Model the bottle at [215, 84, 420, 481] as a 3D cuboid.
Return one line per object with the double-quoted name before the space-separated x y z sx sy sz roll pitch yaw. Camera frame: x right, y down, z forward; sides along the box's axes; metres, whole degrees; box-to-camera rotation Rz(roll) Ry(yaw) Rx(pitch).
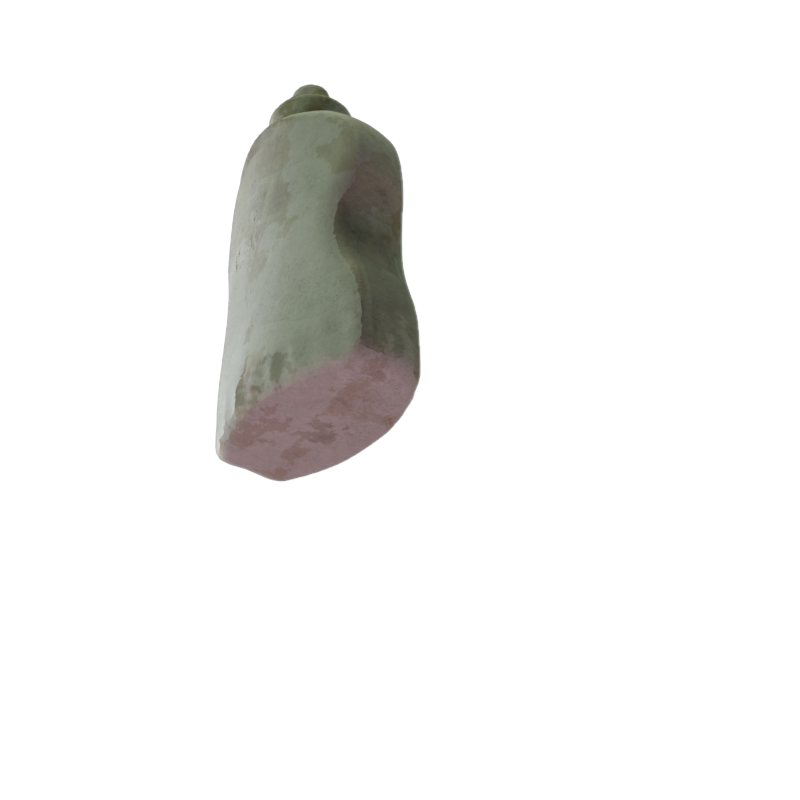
"bottle" -0.038 -0.069 0.484 0.055 0.206 0.094 24 -46 -30
